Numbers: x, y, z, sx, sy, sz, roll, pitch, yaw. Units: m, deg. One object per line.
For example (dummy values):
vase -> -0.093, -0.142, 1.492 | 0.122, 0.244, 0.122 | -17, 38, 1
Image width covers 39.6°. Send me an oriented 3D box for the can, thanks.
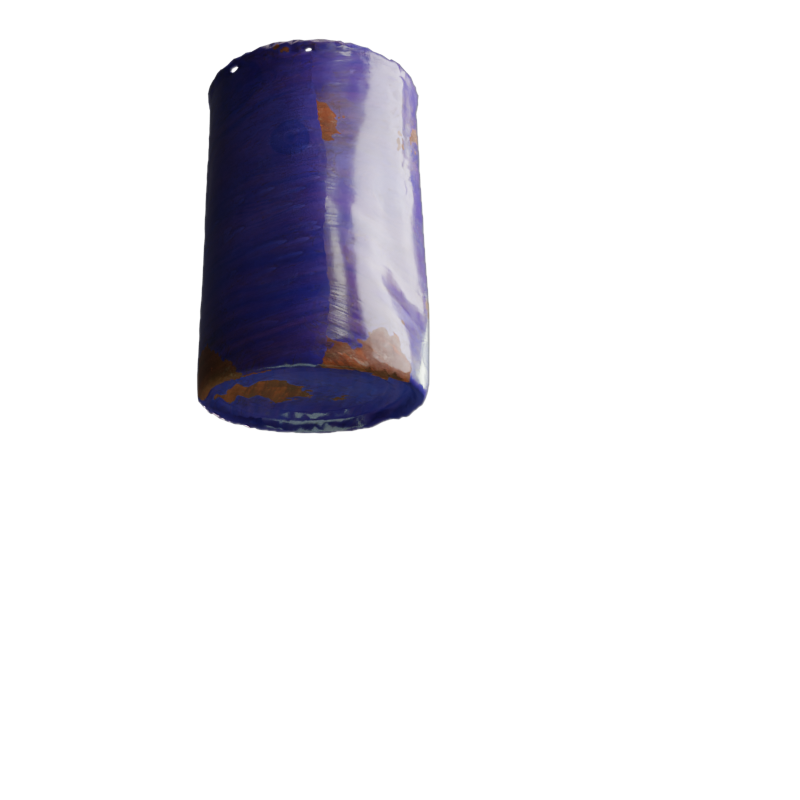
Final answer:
can -> -0.026, -0.048, 0.338 | 0.068, 0.108, 0.065 | 0, -23, -2
